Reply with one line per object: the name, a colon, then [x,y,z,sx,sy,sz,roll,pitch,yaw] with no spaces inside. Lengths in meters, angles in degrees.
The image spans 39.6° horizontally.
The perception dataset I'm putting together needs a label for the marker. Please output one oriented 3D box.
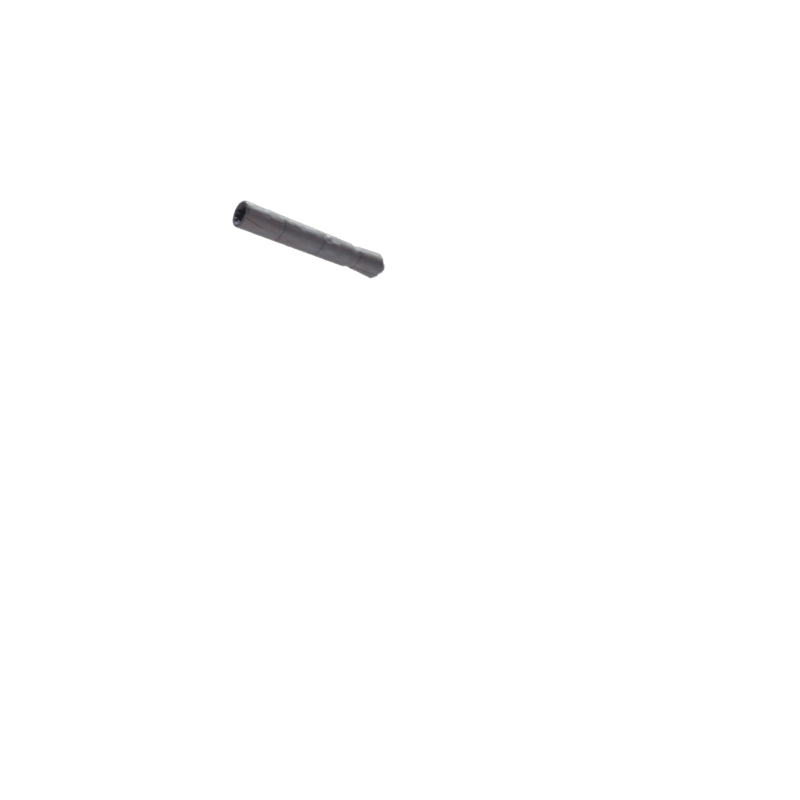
marker: [-0.059,-0.108,0.759,0.114,0.020,0.020,17,-6,-33]
